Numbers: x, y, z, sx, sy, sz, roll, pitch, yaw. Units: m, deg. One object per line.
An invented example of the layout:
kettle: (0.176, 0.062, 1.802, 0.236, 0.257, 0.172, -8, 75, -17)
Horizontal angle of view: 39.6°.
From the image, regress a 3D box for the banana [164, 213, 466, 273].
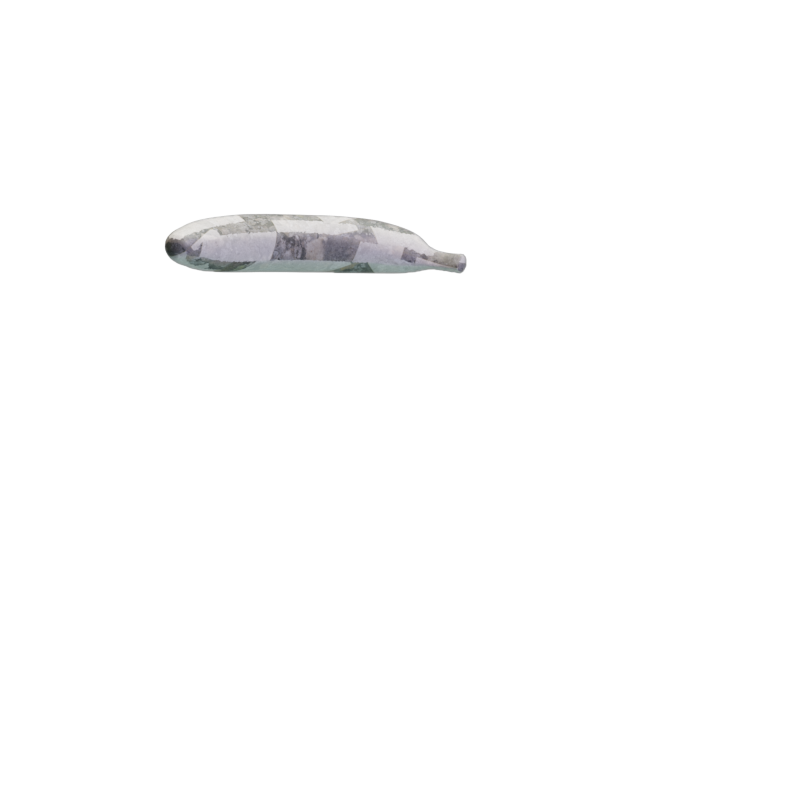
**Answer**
banana: (-0.058, -0.096, 0.679, 0.191, 0.037, 0.072, -3, 5, -28)
